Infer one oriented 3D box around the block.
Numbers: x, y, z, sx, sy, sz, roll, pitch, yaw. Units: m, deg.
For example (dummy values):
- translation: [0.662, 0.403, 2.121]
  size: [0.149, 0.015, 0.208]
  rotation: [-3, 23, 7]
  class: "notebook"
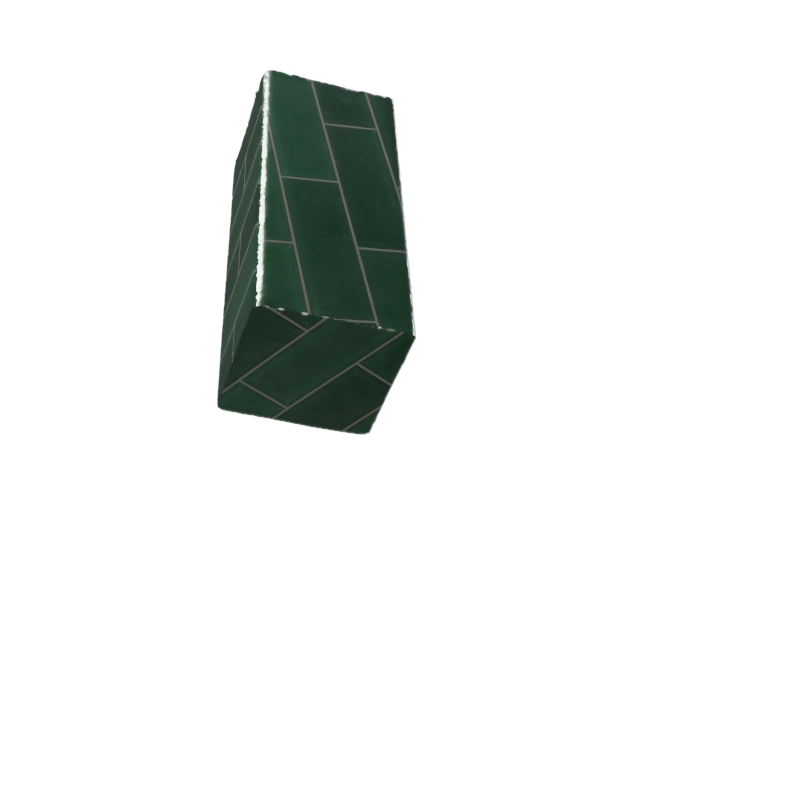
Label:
- translation: [-0.053, -0.095, 0.664]
  size: [0.088, 0.221, 0.086]
  rotation: [10, -44, -14]
  class: "block"
